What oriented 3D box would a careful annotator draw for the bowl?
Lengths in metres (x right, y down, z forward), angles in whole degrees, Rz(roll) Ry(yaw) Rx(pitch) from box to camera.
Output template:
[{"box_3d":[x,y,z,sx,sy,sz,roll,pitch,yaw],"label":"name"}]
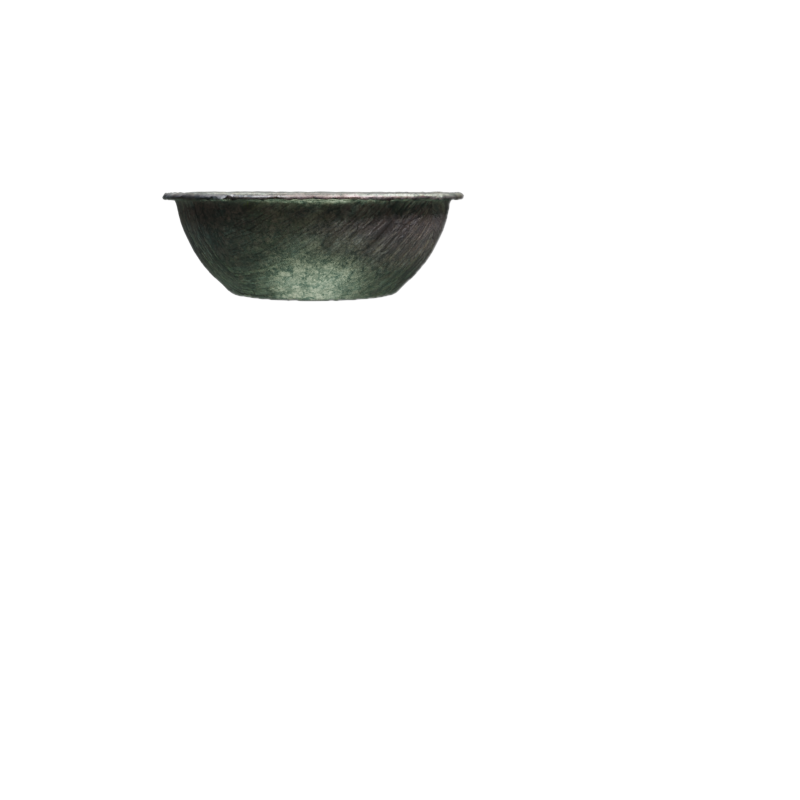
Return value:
[{"box_3d":[-0.047,-0.086,0.600,0.162,0.054,0.165,0,11,-2],"label":"bowl"}]
